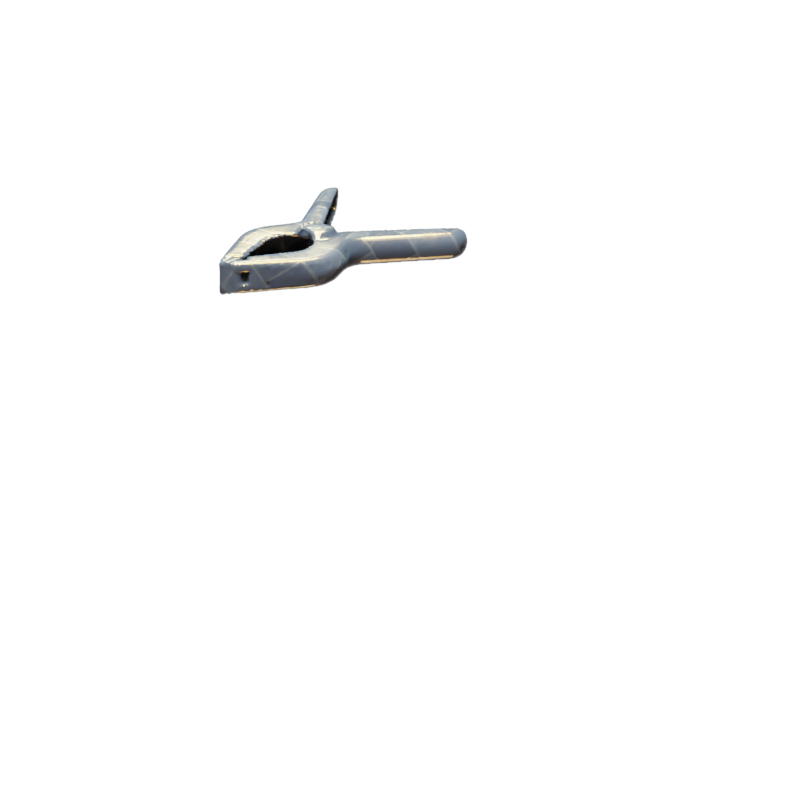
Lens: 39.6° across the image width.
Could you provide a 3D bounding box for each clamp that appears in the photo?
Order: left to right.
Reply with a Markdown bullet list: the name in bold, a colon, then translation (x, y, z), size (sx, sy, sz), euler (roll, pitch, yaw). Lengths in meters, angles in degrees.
- **clamp**: translation (-0.073, -0.132, 0.926), size (0.207, 0.034, 0.176), euler (-21, 34, -34)
